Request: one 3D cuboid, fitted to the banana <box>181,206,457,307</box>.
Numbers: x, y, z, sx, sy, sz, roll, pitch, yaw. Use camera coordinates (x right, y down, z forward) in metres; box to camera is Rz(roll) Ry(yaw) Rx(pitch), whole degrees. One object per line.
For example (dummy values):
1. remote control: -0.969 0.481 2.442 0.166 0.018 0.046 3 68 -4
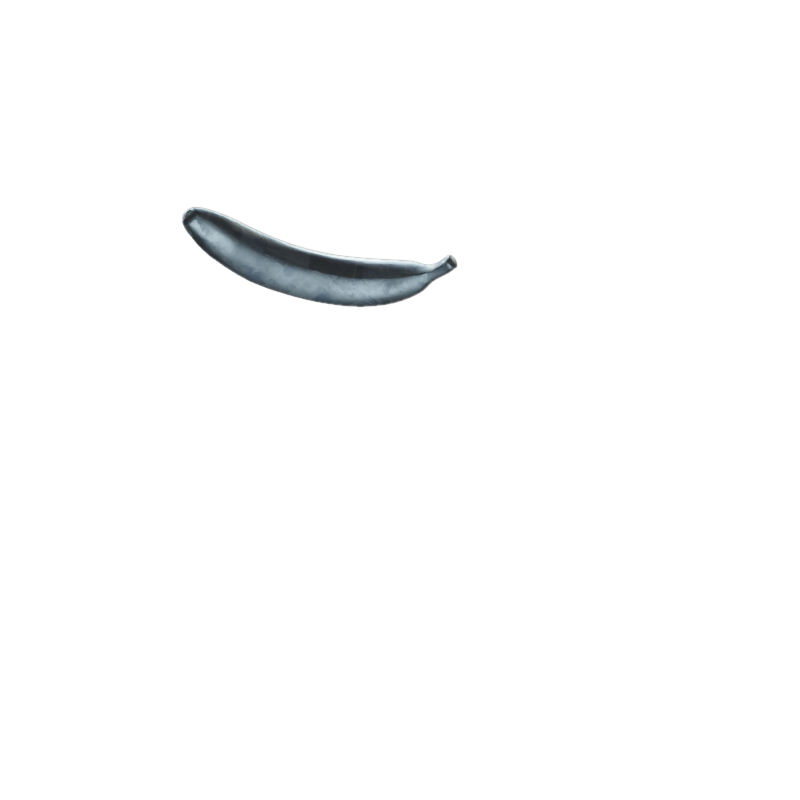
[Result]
1. banana: -0.063 -0.101 0.807 0.195 0.039 0.066 8 -45 -8
